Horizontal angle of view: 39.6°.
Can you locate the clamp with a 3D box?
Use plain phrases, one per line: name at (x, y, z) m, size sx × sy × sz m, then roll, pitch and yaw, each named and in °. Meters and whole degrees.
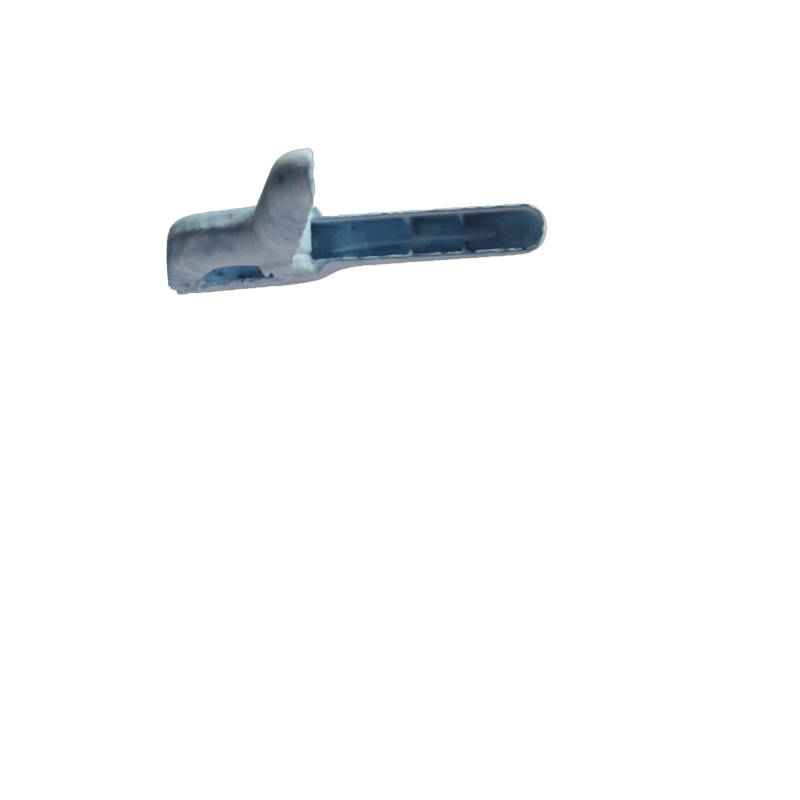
clamp at (-0.044, -0.080, 0.564) m, size 0.157 × 0.037 × 0.215 m, roll 4°, pitch -7°, yaw -37°
